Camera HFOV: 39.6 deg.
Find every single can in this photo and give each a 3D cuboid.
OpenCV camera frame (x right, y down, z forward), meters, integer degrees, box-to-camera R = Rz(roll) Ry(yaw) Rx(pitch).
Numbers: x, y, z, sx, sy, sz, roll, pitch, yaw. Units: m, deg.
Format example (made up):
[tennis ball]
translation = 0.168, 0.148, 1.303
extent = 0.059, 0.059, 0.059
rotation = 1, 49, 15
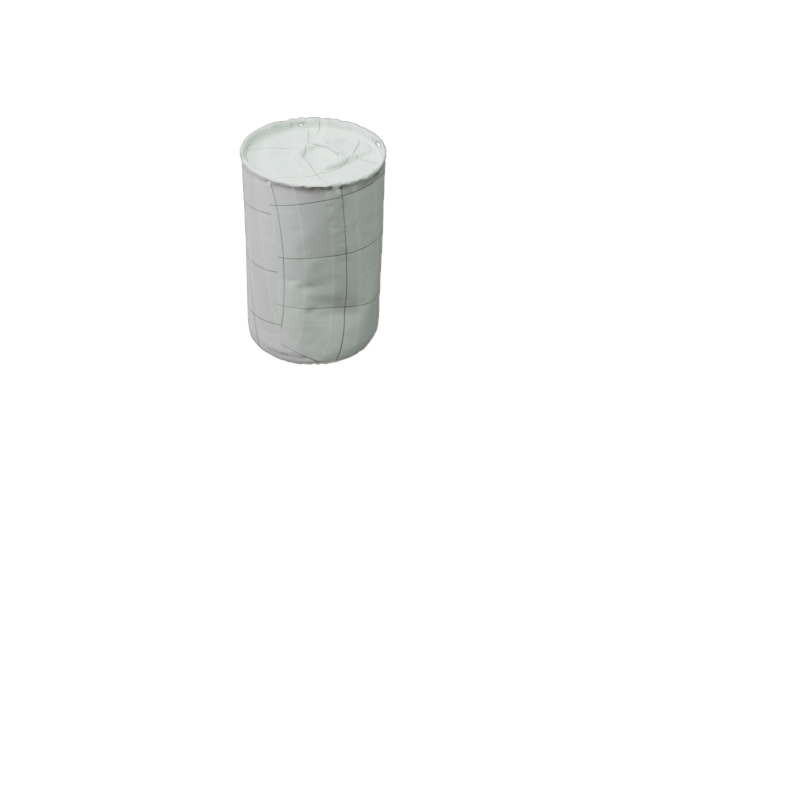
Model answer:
[can]
translation = -0.042, -0.077, 0.539
extent = 0.068, 0.096, 0.073
rotation = 0, 36, -3
